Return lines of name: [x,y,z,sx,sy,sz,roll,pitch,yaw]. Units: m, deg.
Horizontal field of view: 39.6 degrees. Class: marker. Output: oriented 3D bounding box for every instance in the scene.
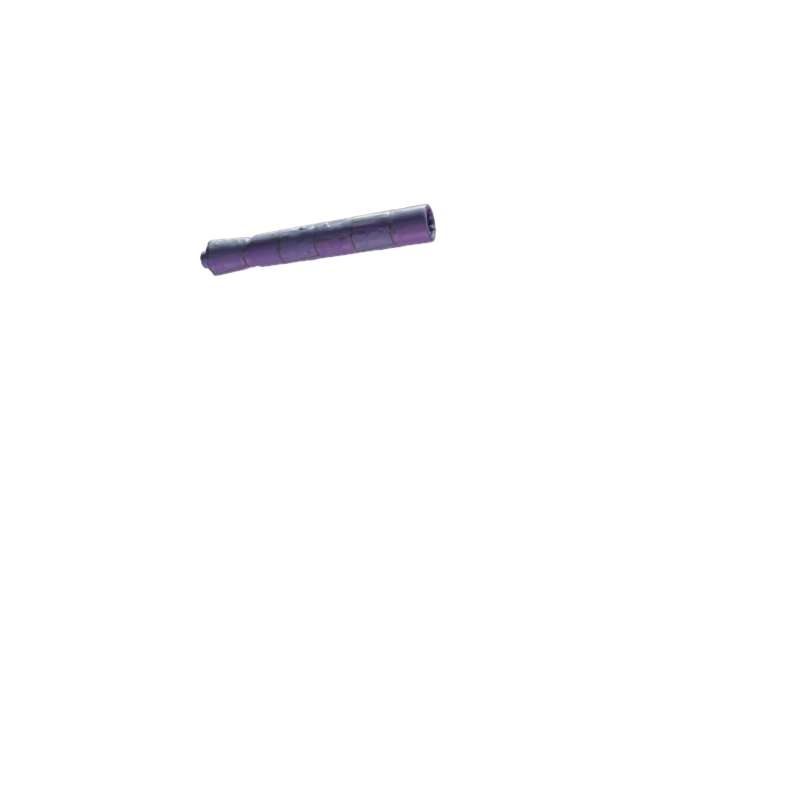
marker: [-0.043,-0.078,0.549,0.123,0.020,0.019,-6,2,19]
